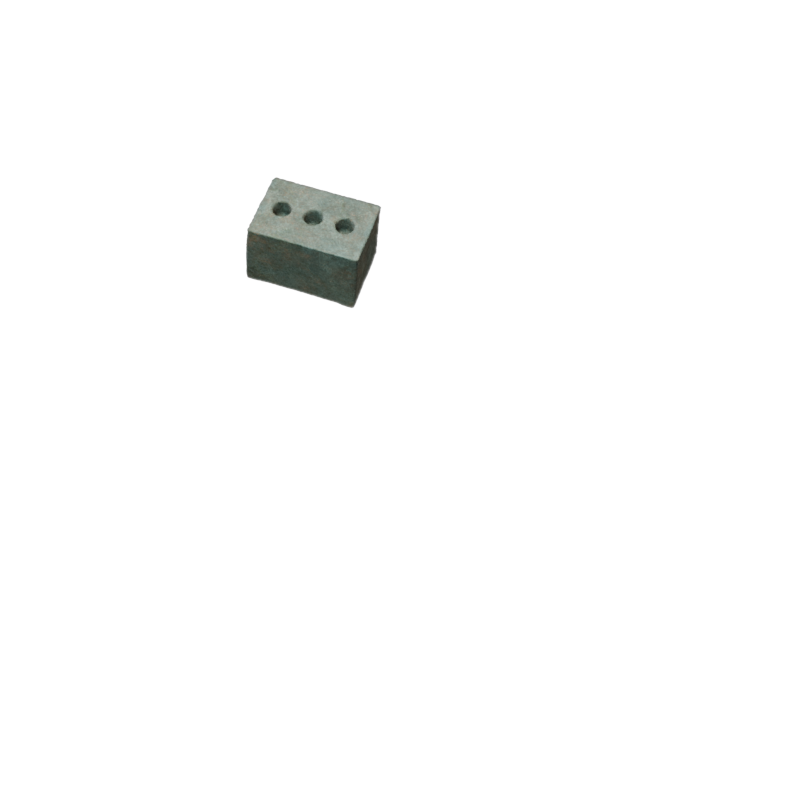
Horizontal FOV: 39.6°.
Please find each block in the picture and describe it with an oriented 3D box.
[{"bbox_3d":[-0.058,-0.105,0.738,0.080,0.055,0.048,16,-35,10],"label":"block"}]
